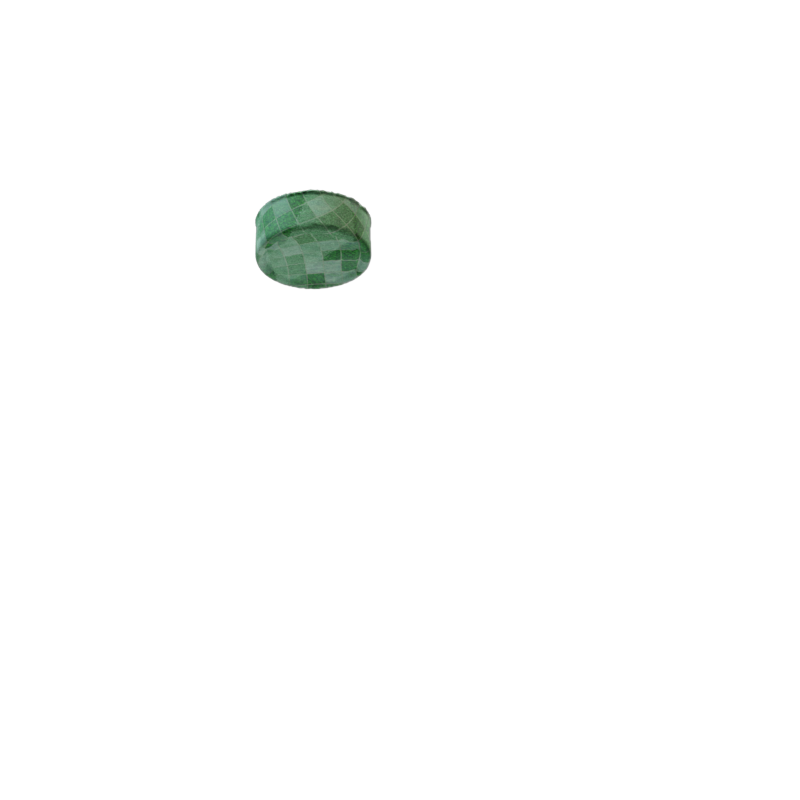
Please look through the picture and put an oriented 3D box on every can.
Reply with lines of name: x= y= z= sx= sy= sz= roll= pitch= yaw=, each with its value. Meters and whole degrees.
can: x=-0.063 y=-0.115 z=0.809 sx=0.086 sy=0.036 sz=0.081 roll=1 pitch=-27 yaw=-2
